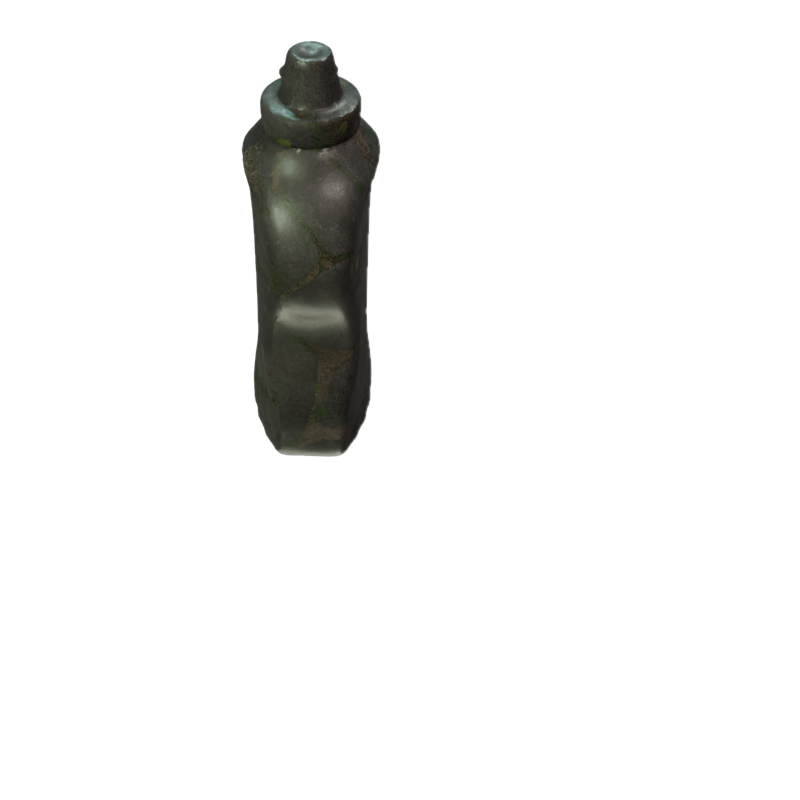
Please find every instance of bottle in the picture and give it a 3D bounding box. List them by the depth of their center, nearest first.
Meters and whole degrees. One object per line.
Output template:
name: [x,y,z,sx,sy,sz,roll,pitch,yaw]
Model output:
bottle: [-0.039,-0.070,0.493,0.058,0.179,0.103,3,43,-1]
